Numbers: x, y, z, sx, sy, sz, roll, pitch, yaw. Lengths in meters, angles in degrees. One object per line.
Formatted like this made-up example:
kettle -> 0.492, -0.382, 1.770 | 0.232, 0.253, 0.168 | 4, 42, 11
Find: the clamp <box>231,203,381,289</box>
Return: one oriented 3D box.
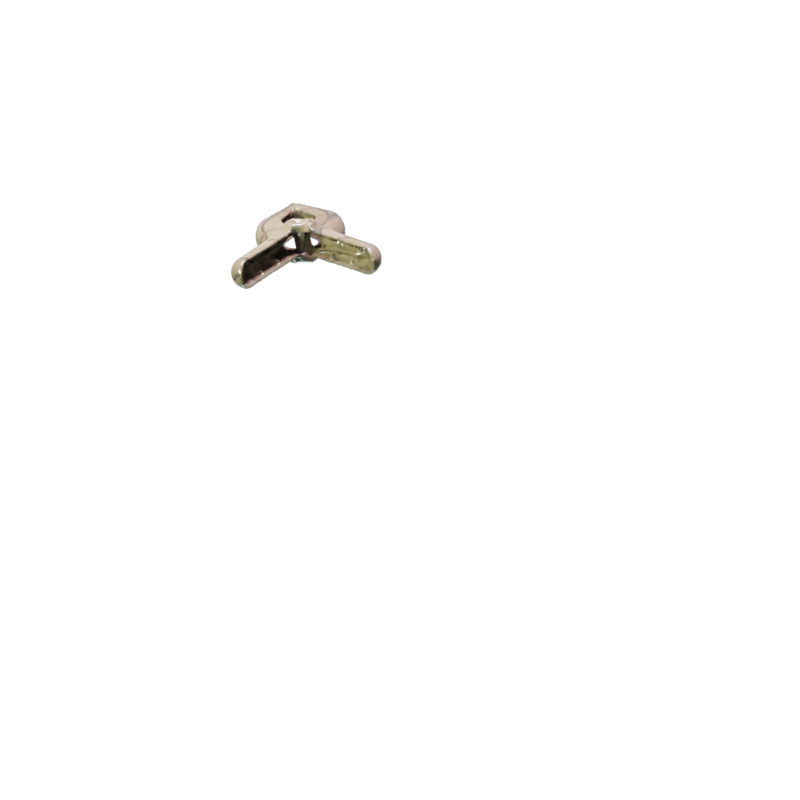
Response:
clamp -> -0.075, -0.136, 0.953 | 0.121, 0.037, 0.180 | 1, 26, 2
